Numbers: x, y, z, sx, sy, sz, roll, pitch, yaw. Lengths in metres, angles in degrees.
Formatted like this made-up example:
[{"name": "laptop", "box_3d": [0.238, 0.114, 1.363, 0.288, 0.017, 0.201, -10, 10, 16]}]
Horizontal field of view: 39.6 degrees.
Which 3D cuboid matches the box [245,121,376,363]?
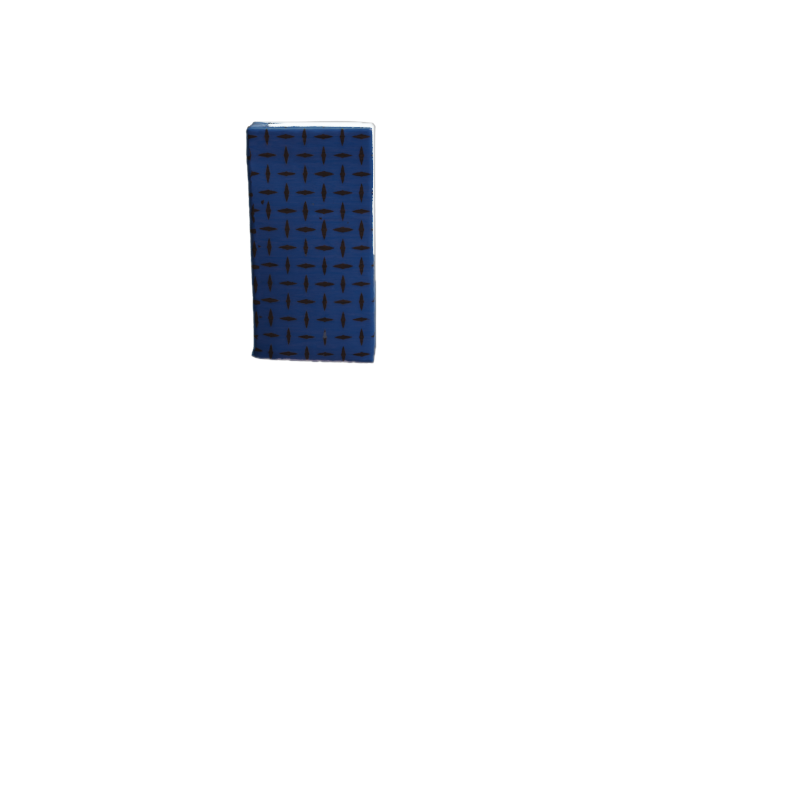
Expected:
[{"name": "box", "box_3d": [-0.064, -0.117, 0.820, 0.094, 0.171, 0.049, 2, 12, 5]}]
